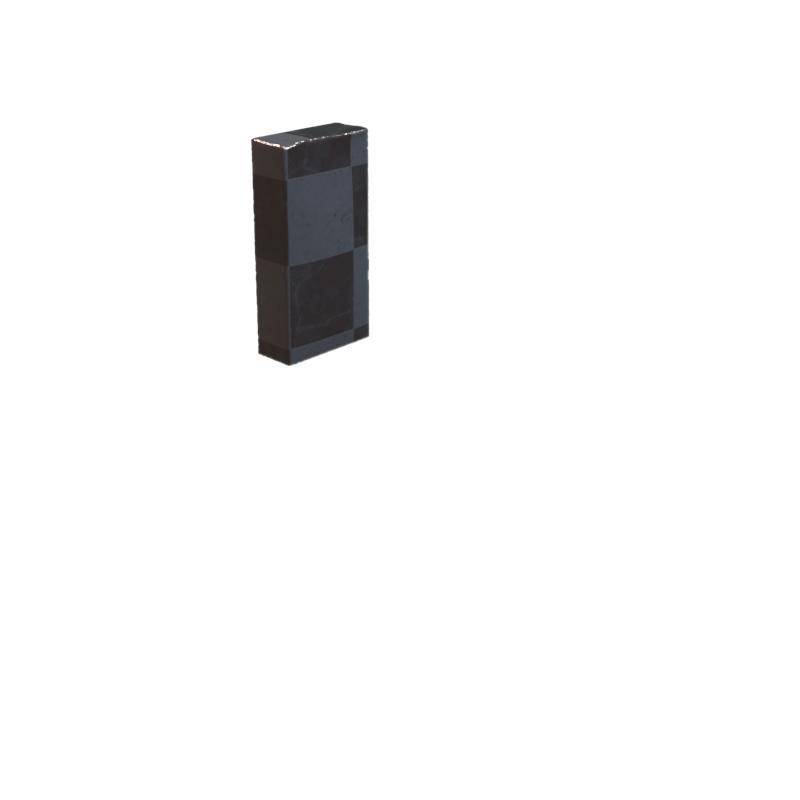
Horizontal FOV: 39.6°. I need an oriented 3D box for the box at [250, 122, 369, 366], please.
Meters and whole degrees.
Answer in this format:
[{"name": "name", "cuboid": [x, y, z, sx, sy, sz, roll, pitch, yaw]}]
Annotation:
[{"name": "box", "cuboid": [-0.069, -0.125, 0.876, 0.051, 0.169, 0.092, 19, 27, 40]}]
